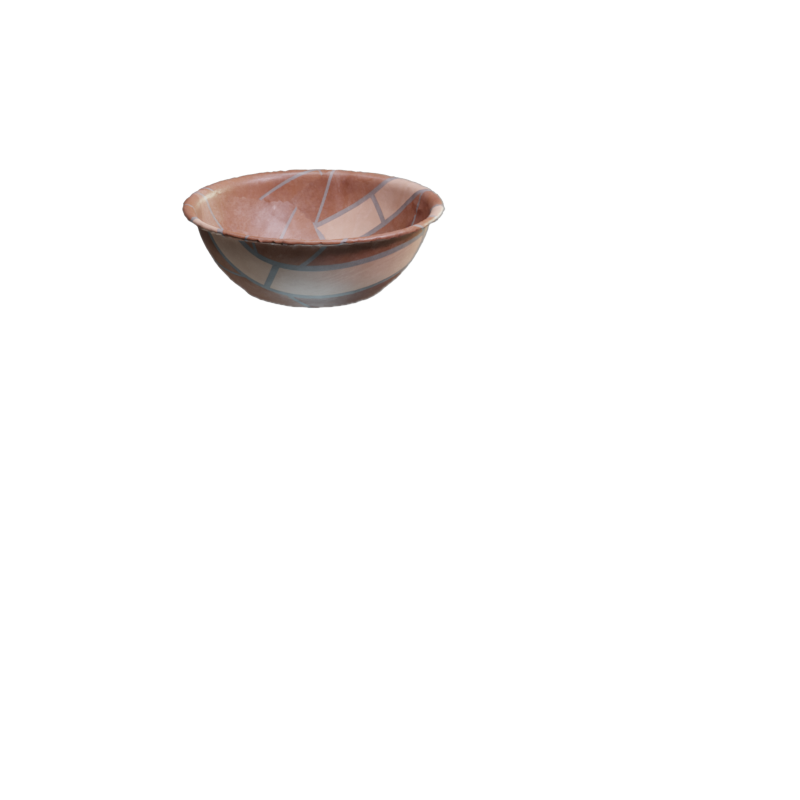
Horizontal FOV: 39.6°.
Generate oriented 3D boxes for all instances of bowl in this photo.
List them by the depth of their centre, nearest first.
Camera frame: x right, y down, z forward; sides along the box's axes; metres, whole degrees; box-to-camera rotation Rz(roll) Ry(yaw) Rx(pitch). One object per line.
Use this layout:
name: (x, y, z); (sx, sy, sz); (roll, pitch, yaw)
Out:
bowl: (-0.054, -0.099, 0.695); (0.162, 0.052, 0.170); (-1, 24, -2)
